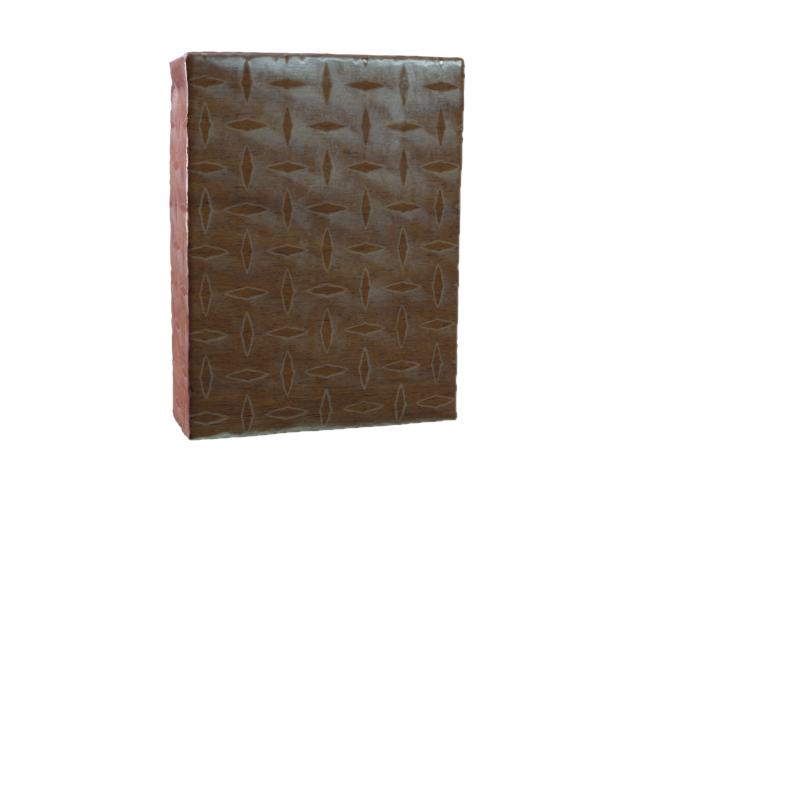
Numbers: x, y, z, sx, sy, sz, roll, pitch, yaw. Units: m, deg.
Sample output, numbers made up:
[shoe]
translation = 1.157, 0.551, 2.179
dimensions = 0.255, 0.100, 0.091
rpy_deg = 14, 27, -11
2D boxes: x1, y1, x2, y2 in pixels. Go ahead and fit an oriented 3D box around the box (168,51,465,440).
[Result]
[box]
translation = -0.051, -0.093, 0.649
dimensions = 0.161, 0.211, 0.074
rpy_deg = -2, 7, -19
